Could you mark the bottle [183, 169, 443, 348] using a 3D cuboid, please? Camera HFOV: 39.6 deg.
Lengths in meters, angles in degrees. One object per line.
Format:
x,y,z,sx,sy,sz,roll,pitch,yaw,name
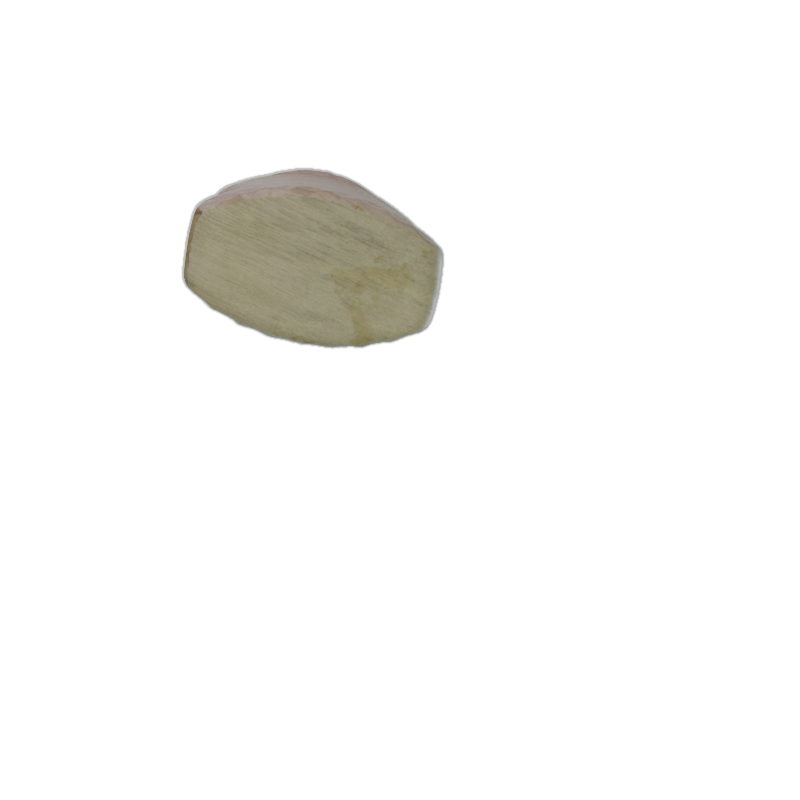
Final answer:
-0.039,-0.071,0.496,0.095,0.057,0.197,8,13,-5,bottle
